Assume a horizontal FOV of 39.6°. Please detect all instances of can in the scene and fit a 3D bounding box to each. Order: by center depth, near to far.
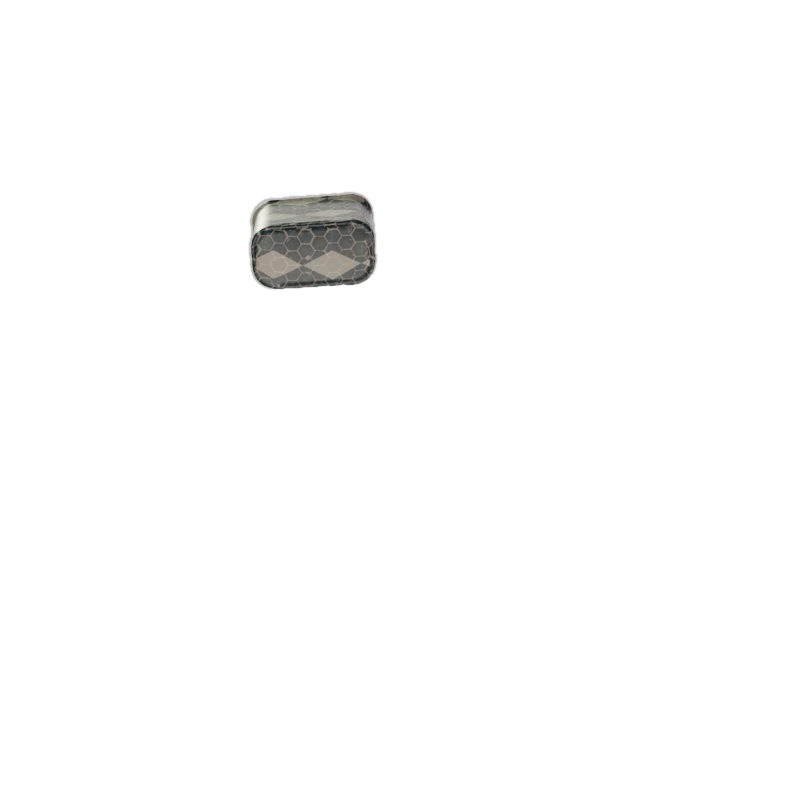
[{"bbox_3d":[-0.069,-0.127,0.888,0.102,0.055,0.087,-5,20,0],"label":"can"}]
